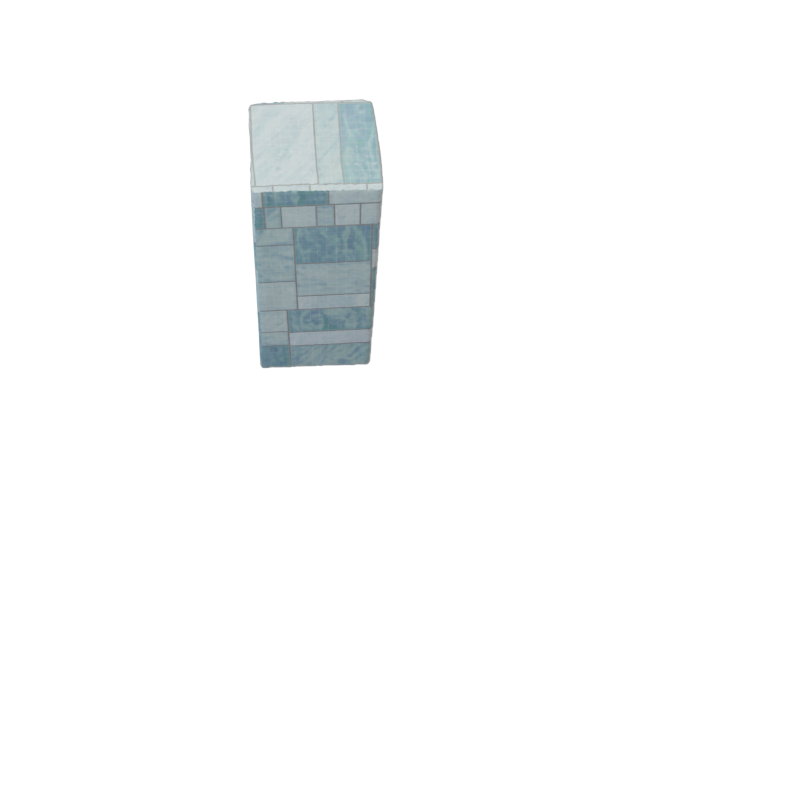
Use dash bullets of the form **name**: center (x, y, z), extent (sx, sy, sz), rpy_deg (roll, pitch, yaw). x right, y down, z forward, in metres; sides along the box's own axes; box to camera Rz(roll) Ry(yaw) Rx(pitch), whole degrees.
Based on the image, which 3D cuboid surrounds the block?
- **block**: center (-0.065, -0.120, 0.838), extent (0.090, 0.097, 0.193), rpy_deg (-2, -35, -5)
